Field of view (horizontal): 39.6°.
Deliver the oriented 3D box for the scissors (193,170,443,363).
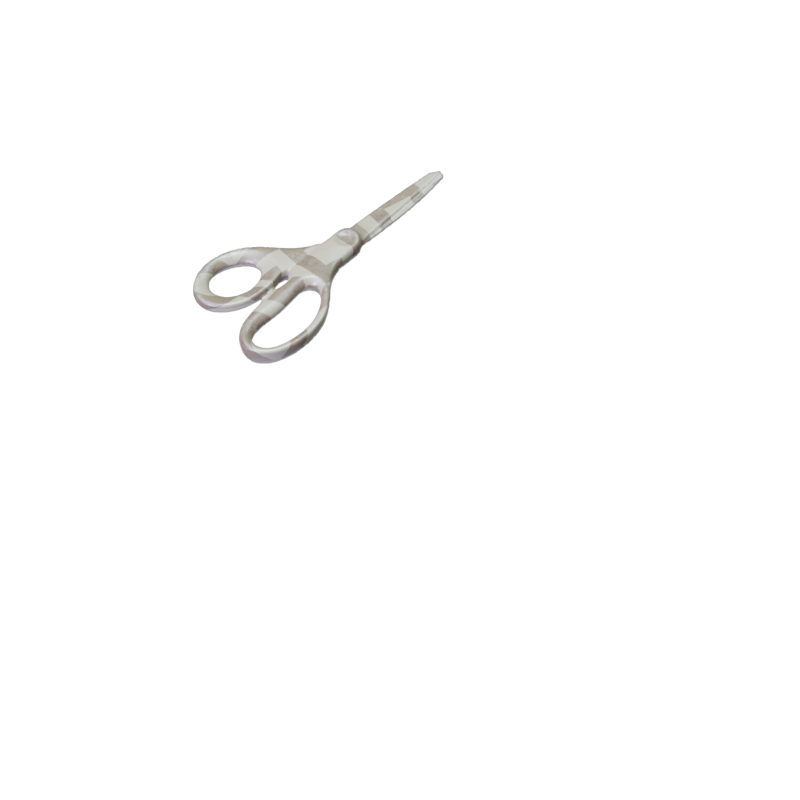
[{"bbox_3d":[-0.056,-0.102,0.717,0.100,0.209,0.015,20,-38,17],"label":"scissors"}]
